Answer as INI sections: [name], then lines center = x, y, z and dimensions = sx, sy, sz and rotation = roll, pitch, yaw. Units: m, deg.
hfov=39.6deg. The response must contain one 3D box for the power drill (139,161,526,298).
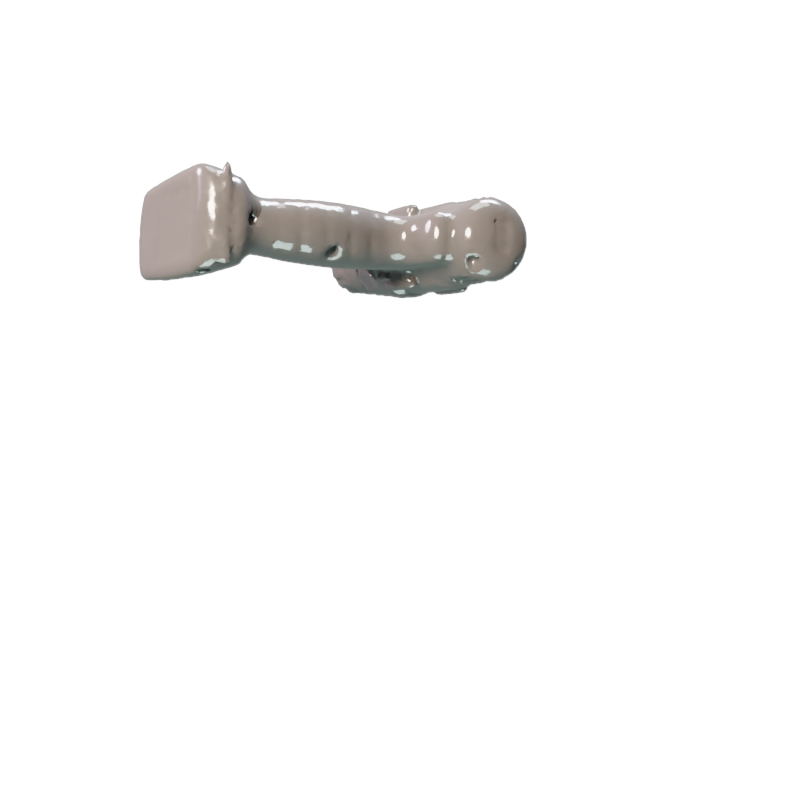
[power drill]
center = -0.050, -0.091, 0.637
dimensions = 0.181, 0.058, 0.188
rotation = 1, -1, -27
